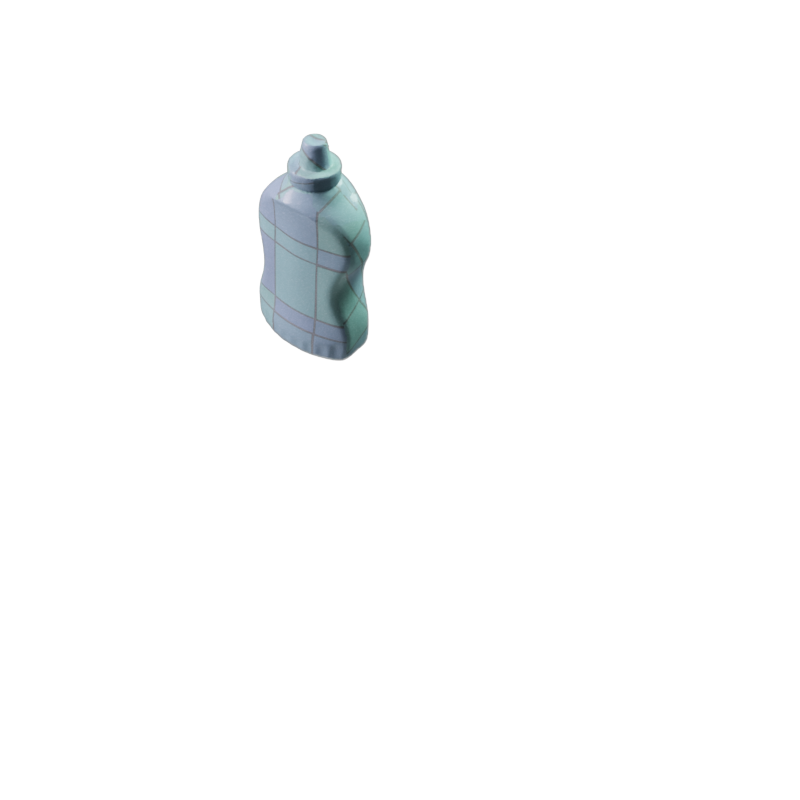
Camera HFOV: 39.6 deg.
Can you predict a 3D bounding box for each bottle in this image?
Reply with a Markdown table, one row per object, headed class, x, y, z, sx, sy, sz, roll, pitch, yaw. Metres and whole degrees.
| class | x | y | z | sx | sy | sz | roll | pitch | yaw |
| --- | --- | --- | --- | --- | --- | --- | --- | --- | --- |
| bottle | -0.068 | -0.124 | 0.868 | 0.102 | 0.179 | 0.059 | 32 | 50 | 27 |
